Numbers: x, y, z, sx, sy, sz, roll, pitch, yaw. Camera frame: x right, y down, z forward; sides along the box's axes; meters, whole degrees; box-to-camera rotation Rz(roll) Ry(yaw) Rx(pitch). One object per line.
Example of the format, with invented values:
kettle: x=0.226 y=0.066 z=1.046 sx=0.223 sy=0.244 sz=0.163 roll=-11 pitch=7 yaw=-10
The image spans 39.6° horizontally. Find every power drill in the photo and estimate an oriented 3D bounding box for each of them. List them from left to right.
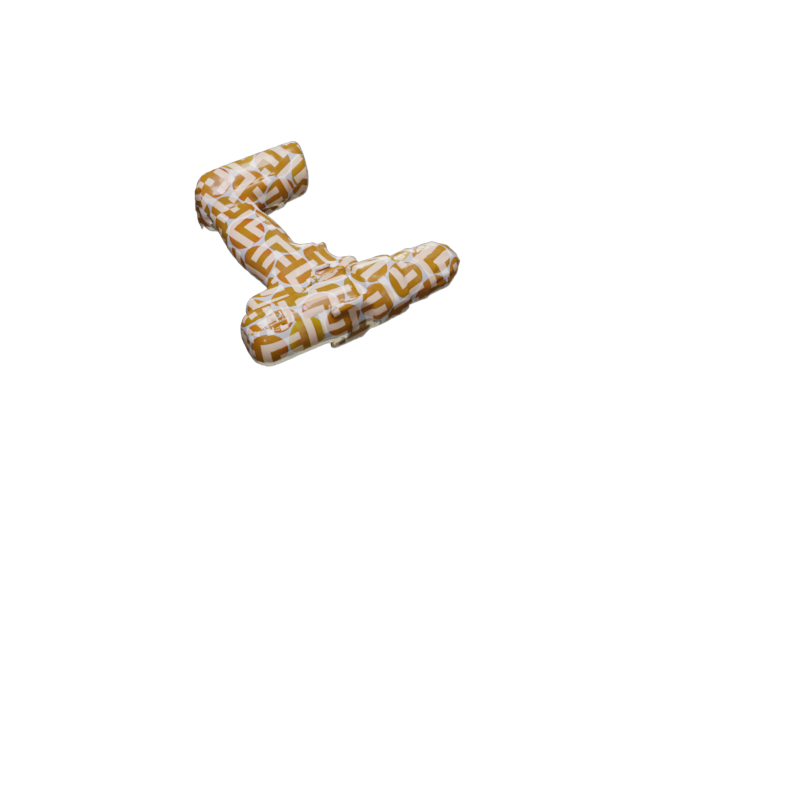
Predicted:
power drill: x=-0.070 y=-0.128 z=0.898 sx=0.183 sy=0.202 sz=0.053 roll=-23 pitch=-36 yaw=-19
